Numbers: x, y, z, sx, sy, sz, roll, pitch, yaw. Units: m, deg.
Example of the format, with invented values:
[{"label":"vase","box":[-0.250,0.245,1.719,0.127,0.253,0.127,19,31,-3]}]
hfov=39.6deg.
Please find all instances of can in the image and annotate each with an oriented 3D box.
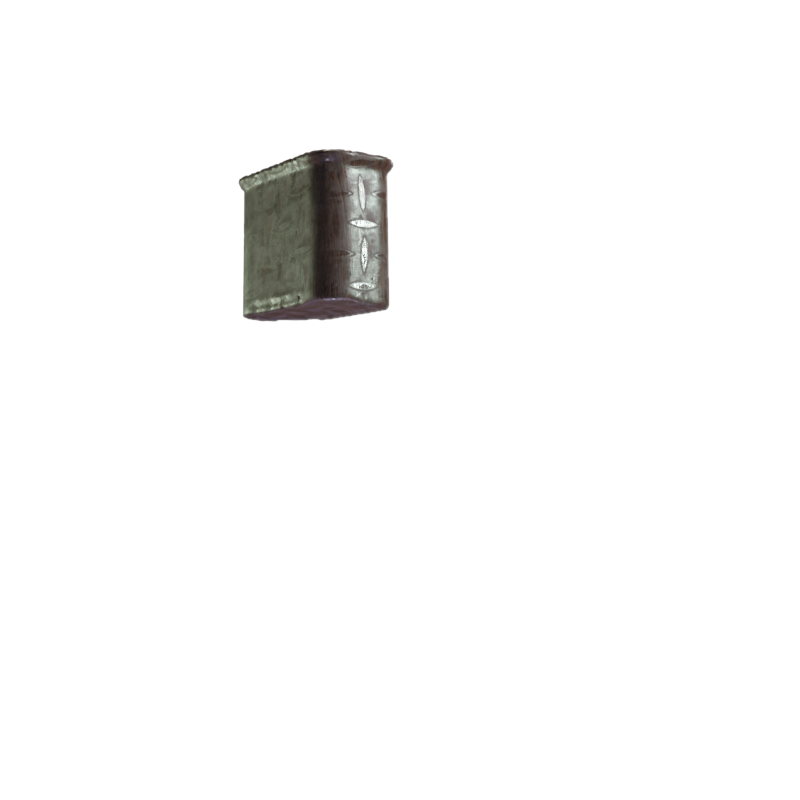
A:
[{"label":"can","box":[-0.050,-0.091,0.639,0.055,0.086,0.104,6,-9,-37]}]
